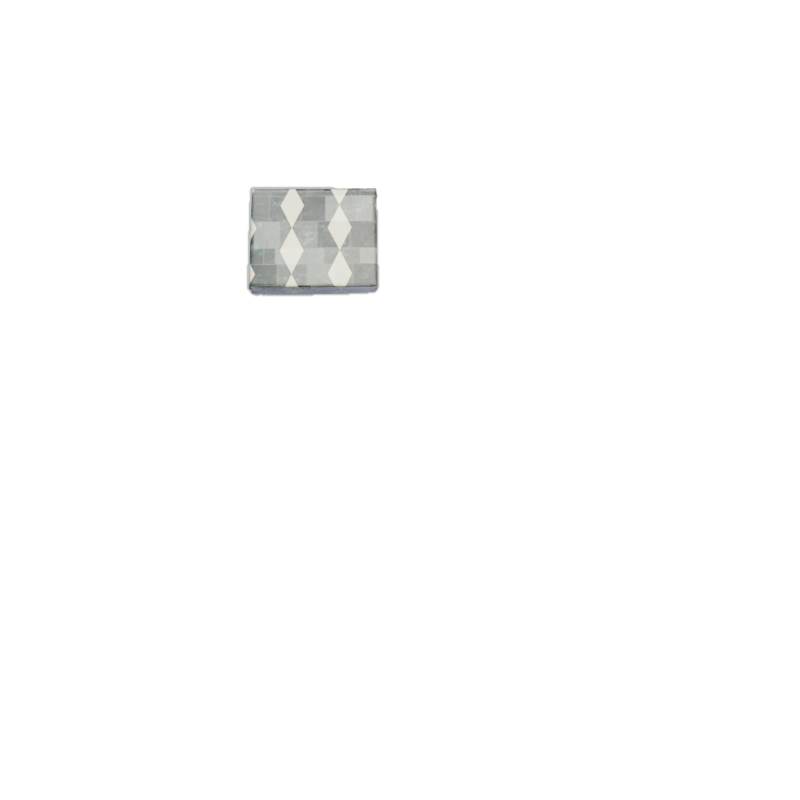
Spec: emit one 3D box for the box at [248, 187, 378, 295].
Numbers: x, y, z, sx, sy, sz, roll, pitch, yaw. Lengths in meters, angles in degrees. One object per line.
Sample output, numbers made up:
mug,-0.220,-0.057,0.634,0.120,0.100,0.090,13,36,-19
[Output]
box,-0.076,-0.139,0.971,0.113,0.093,0.037,0,-15,-1
